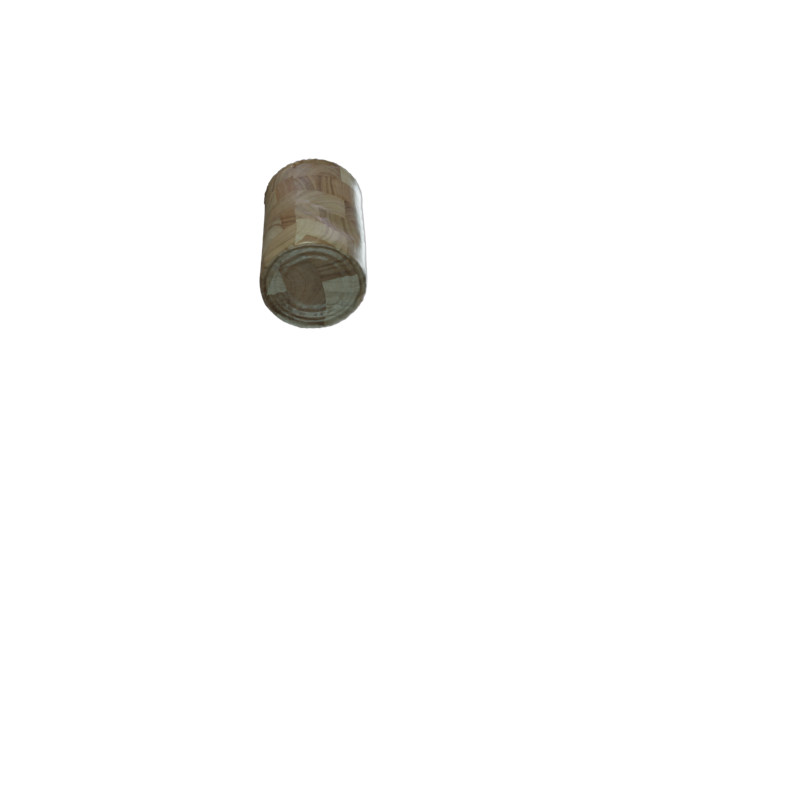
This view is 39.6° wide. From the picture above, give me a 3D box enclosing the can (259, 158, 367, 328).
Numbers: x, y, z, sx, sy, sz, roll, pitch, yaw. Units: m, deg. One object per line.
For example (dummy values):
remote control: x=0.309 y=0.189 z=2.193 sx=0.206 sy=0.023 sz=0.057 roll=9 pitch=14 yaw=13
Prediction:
can: x=-0.056 y=-0.103 z=0.720 sx=0.068 sy=0.064 sz=0.109 roll=-1 pitch=38 yaw=-3
